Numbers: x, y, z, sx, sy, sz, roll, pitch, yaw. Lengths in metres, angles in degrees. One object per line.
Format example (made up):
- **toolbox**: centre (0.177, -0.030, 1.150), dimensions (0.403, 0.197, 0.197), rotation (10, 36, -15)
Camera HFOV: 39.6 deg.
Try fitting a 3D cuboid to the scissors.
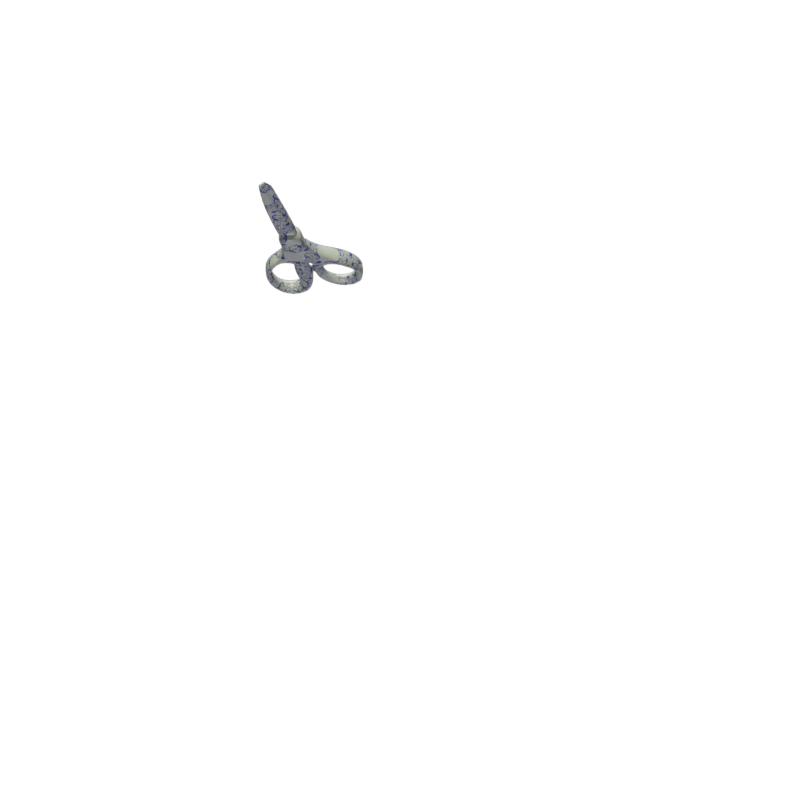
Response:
- **scissors**: centre (-0.073, -0.134, 0.936), dimensions (0.095, 0.017, 0.193), rotation (2, -18, -7)
